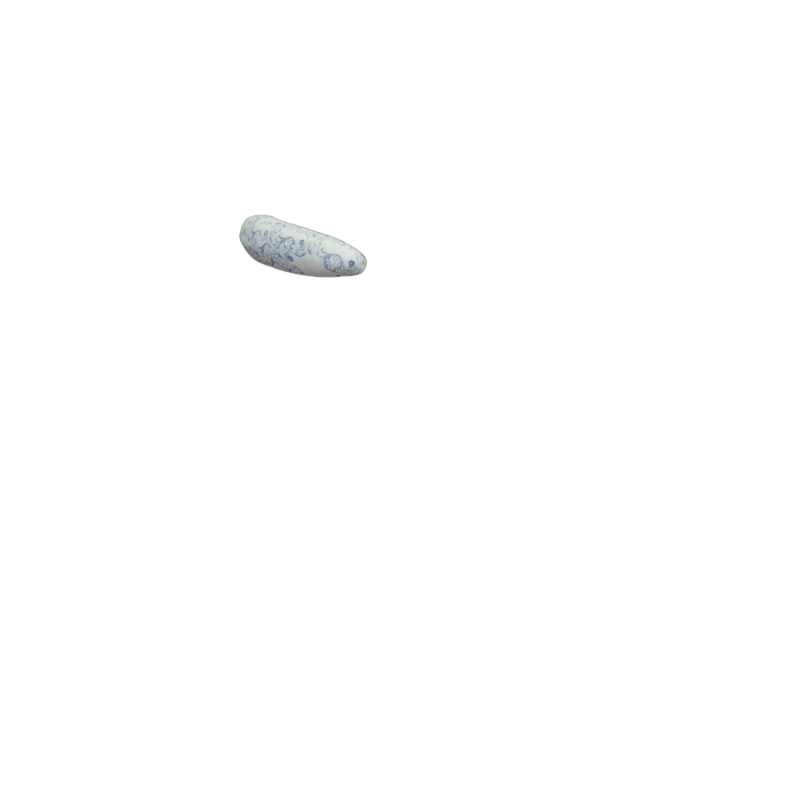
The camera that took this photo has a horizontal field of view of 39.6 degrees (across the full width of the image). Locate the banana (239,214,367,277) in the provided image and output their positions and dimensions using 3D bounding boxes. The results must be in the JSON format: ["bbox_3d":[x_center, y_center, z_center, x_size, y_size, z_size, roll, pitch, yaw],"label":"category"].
[{"bbox_3d":[-0.088,-0.126,0.885,0.068,0.036,0.207,-5,16,-18],"label":"banana"}]
